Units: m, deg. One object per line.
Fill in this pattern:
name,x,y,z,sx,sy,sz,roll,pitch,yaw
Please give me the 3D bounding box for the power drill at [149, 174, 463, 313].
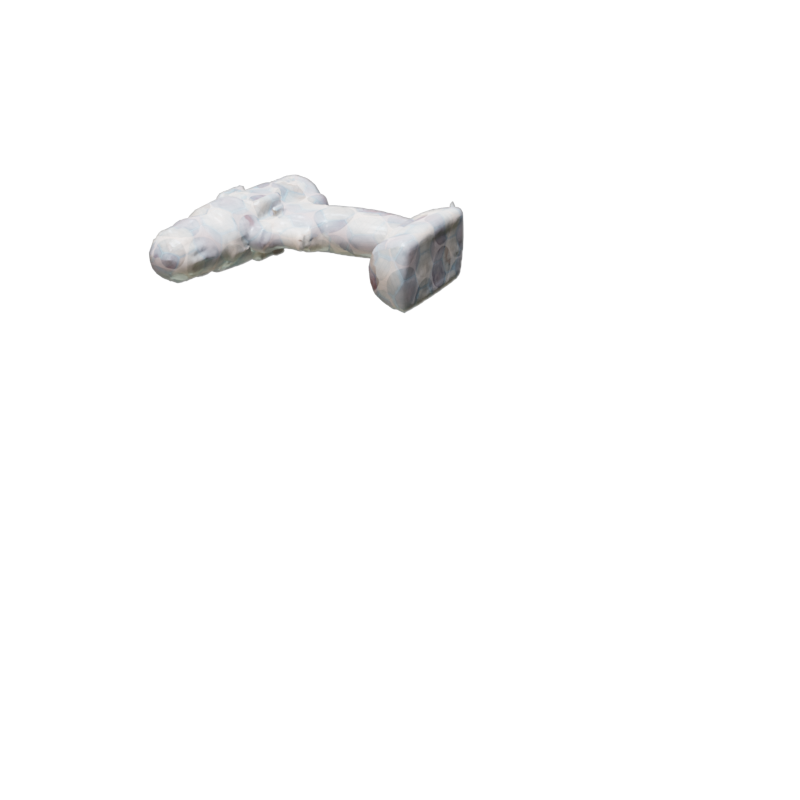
power drill,-0.063,-0.115,0.802,0.197,0.054,0.186,15,31,27
